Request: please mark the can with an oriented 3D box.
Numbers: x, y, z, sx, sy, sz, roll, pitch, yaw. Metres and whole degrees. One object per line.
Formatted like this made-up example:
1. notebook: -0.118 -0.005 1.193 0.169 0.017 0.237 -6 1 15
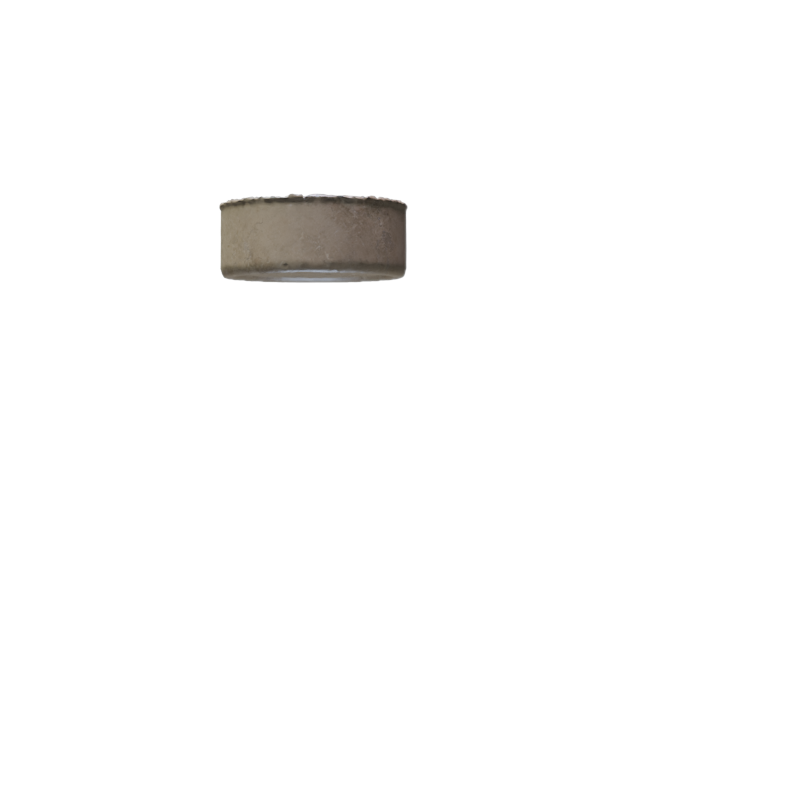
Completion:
1. can: -0.040 -0.072 0.505 0.086 0.034 0.086 0 2 -2
